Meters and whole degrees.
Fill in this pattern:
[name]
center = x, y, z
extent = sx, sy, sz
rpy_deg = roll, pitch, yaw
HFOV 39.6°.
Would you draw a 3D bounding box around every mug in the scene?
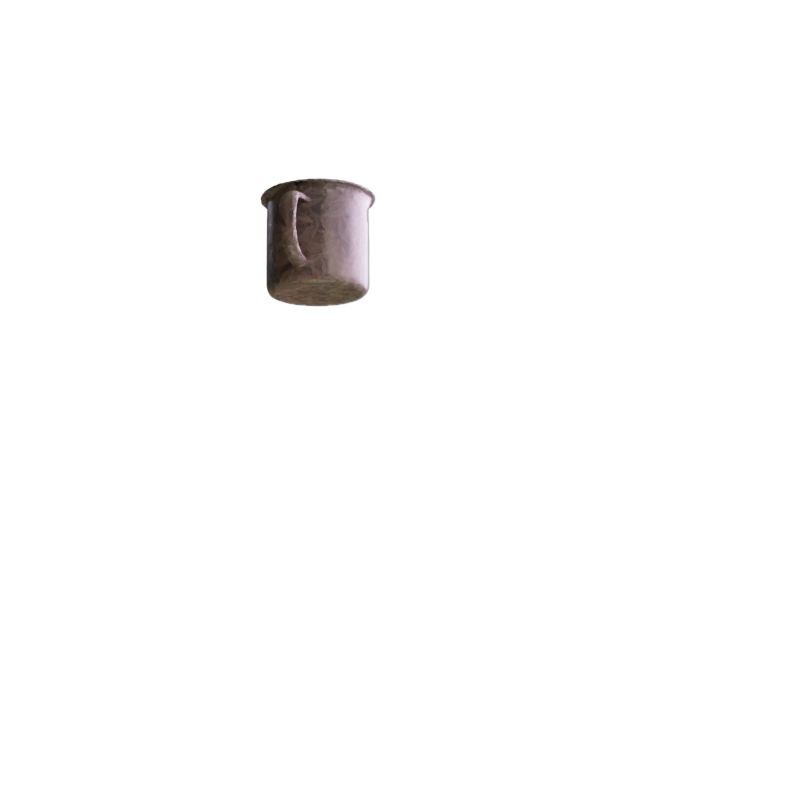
[mug]
center = -0.069, -0.125, 0.875
extent = 0.095, 0.085, 0.111
rpy_deg = -4, -13, 14
